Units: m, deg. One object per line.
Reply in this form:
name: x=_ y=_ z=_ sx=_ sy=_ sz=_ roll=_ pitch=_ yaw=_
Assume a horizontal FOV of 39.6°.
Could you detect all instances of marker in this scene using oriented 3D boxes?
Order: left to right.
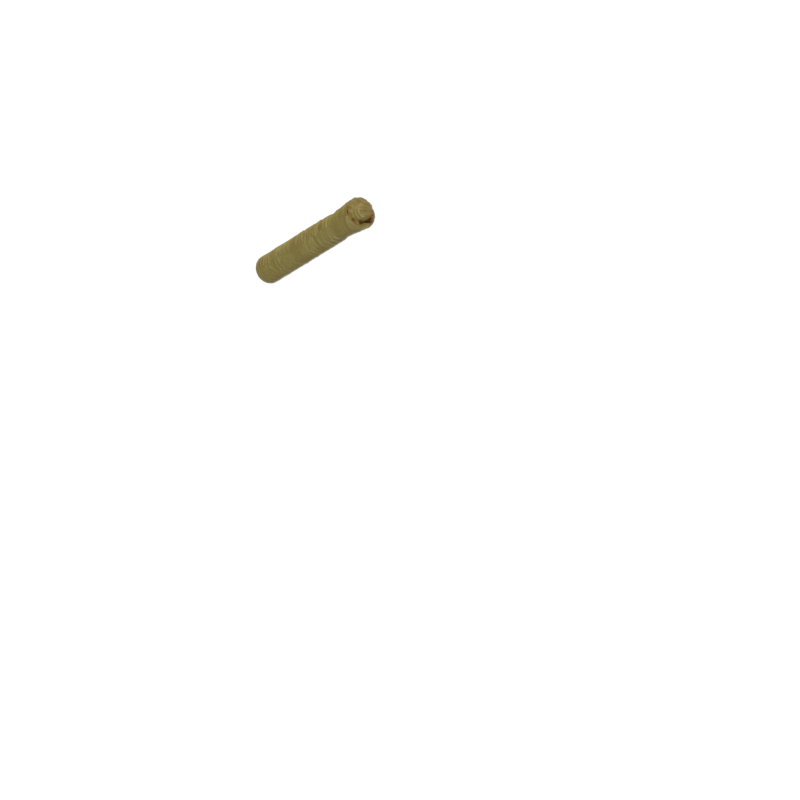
marker: x=-0.051 y=-0.094 z=0.658 sx=0.019 sy=0.020 sz=0.121 roll=-2 pitch=-9 yaw=-33
